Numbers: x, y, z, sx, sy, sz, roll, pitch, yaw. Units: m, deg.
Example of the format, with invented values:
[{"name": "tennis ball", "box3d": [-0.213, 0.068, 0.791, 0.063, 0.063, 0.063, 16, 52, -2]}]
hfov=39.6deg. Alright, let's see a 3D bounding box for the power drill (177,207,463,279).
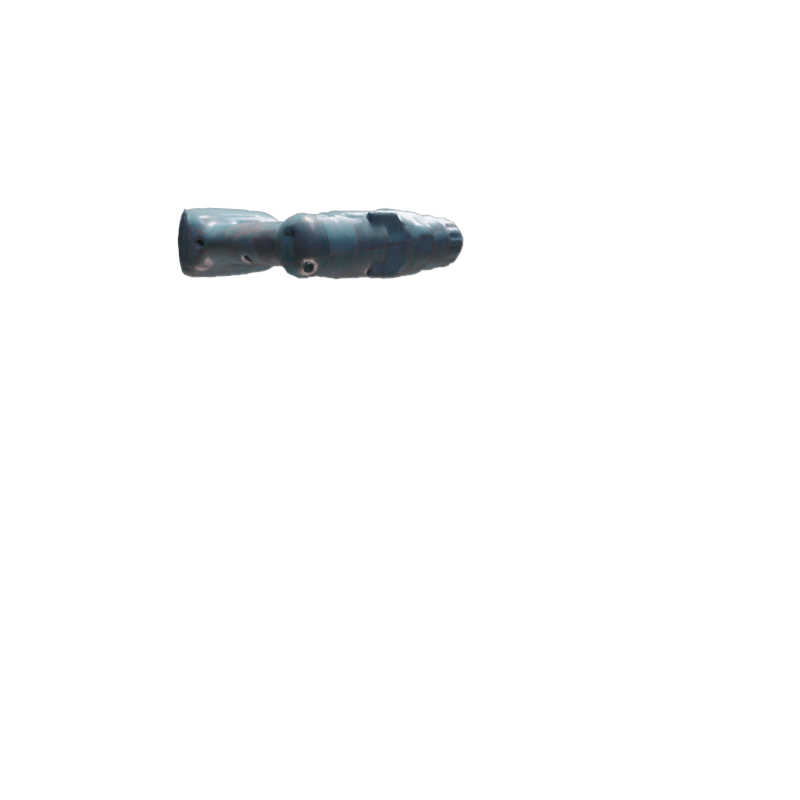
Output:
[{"name": "power drill", "box3d": [-0.068, -0.124, 0.869, 0.195, 0.057, 0.178, 6, 8, 42]}]
